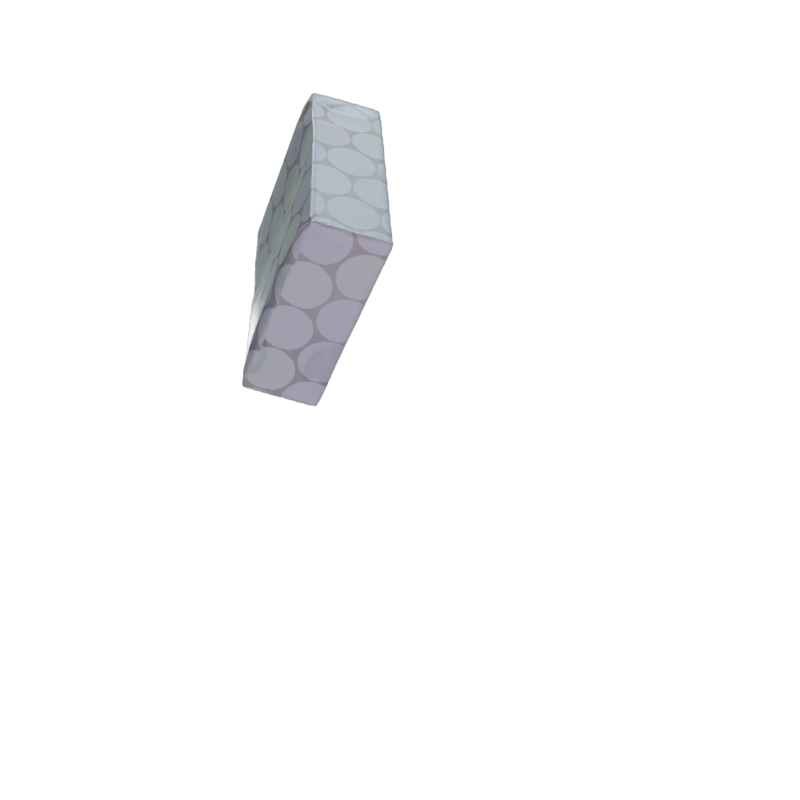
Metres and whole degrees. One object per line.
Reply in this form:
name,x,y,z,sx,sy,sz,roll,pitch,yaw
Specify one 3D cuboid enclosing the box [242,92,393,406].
box,-0.071,-0.129,0.905,0.070,0.157,0.229,16,35,-16
